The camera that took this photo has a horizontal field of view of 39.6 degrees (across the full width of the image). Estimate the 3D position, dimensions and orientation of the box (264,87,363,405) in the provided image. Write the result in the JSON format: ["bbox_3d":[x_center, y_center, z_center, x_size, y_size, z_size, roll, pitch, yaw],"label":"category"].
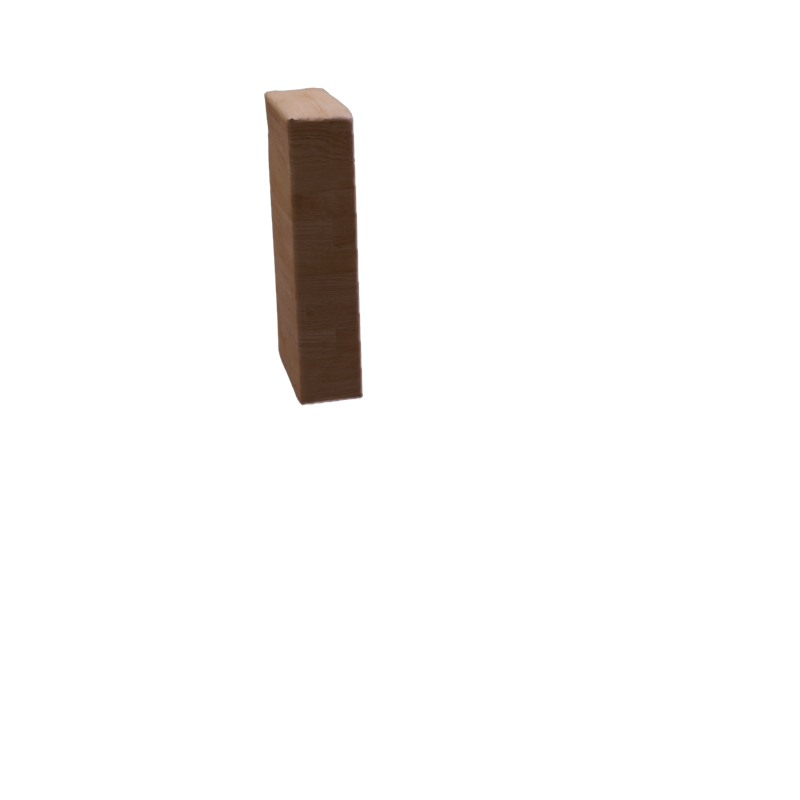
[{"bbox_3d":[-0.053,-0.097,0.682,0.047,0.169,0.099,-3,21,-13],"label":"box"}]
